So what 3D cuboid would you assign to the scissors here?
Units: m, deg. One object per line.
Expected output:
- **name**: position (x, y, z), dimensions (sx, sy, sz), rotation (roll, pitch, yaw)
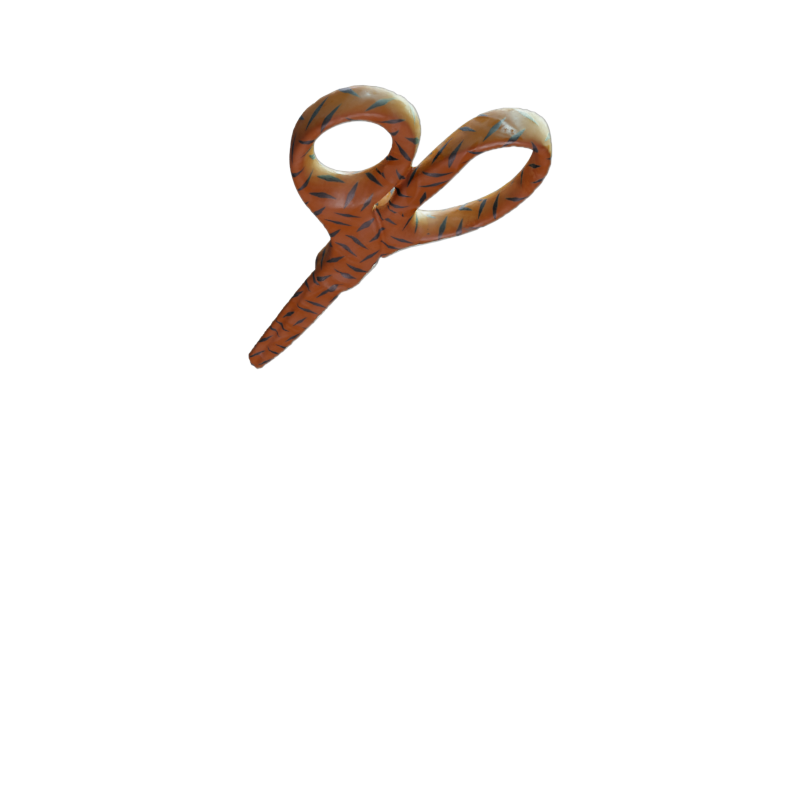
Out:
- **scissors**: position (-0.033, -0.060, 0.421), dimensions (0.091, 0.017, 0.201), rotation (22, -34, -37)
